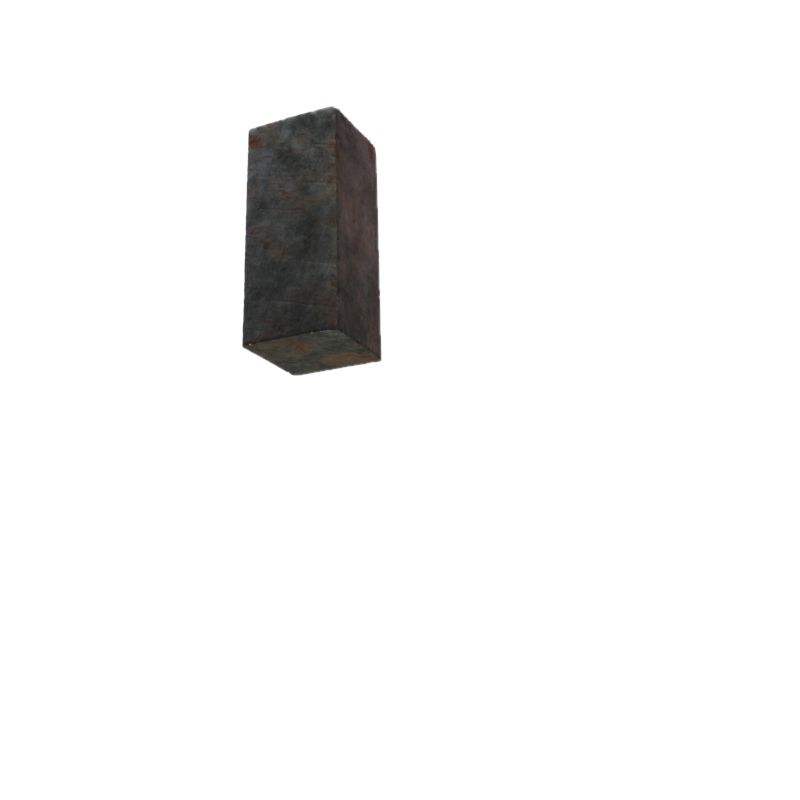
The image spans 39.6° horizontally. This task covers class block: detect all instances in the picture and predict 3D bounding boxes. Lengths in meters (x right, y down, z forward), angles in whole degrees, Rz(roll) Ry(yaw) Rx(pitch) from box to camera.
[{"bbox_3d":[-0.075,-0.138,0.966,0.092,0.217,0.084,-12,-25,23],"label":"block"}]
